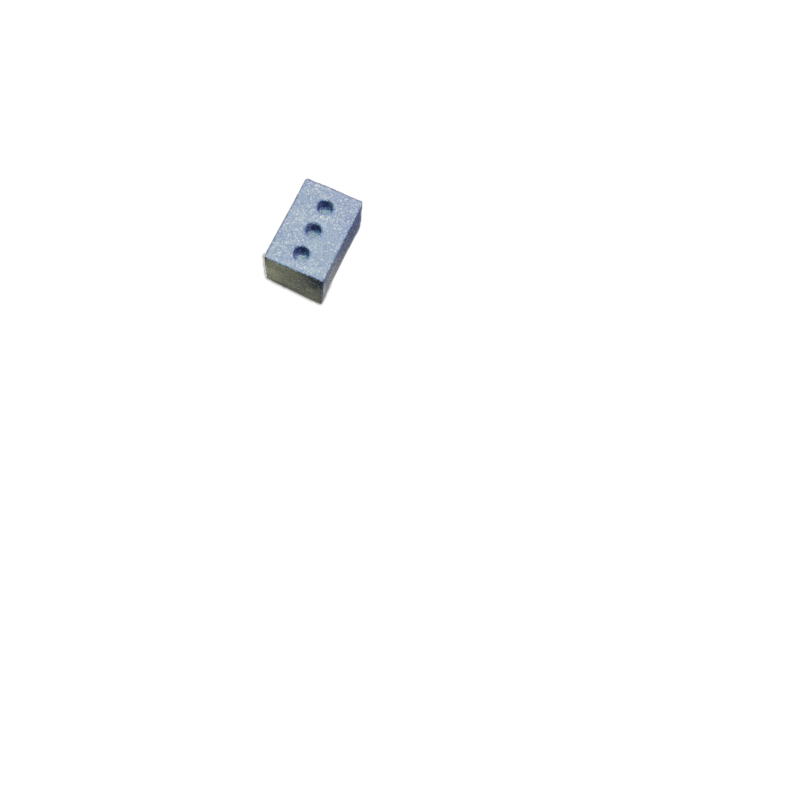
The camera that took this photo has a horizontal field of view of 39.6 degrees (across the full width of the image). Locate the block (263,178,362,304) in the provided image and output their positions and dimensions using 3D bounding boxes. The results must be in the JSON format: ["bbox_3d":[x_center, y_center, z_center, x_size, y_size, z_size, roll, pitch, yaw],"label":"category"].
[{"bbox_3d":[-0.070,-0.128,0.896,0.054,0.080,0.049,23,-18,5],"label":"block"}]
